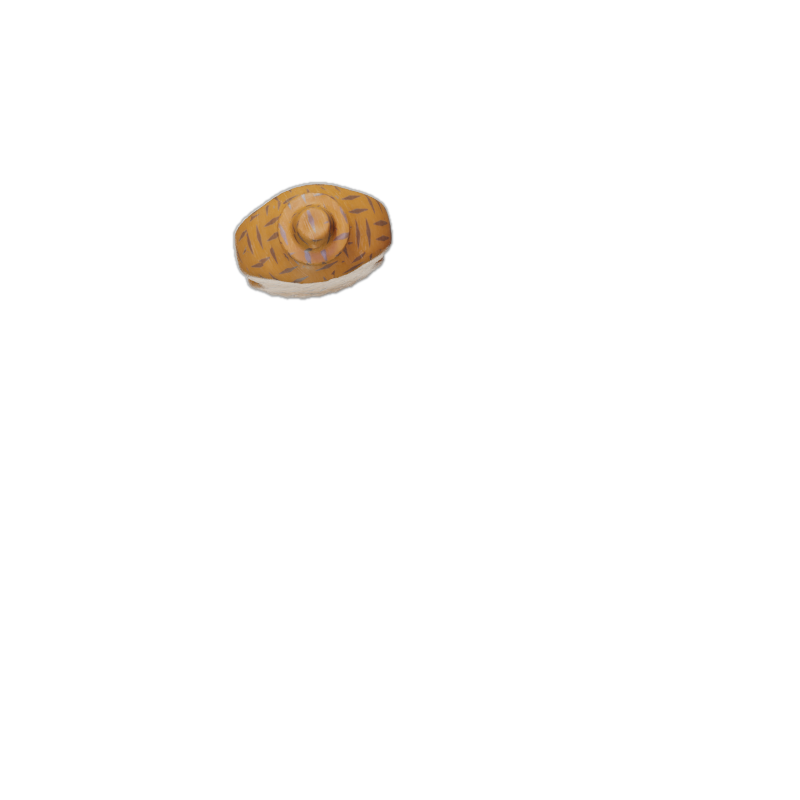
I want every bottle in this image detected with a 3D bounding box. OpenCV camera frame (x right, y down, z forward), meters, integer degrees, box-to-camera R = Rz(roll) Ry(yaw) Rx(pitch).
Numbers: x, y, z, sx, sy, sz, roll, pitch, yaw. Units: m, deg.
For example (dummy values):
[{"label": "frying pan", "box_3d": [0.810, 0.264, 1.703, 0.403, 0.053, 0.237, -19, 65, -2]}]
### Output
[{"label": "bottle", "box_3d": [-0.054, -0.098, 0.689, 0.096, 0.059, 0.191, -8, 1, -4]}]
